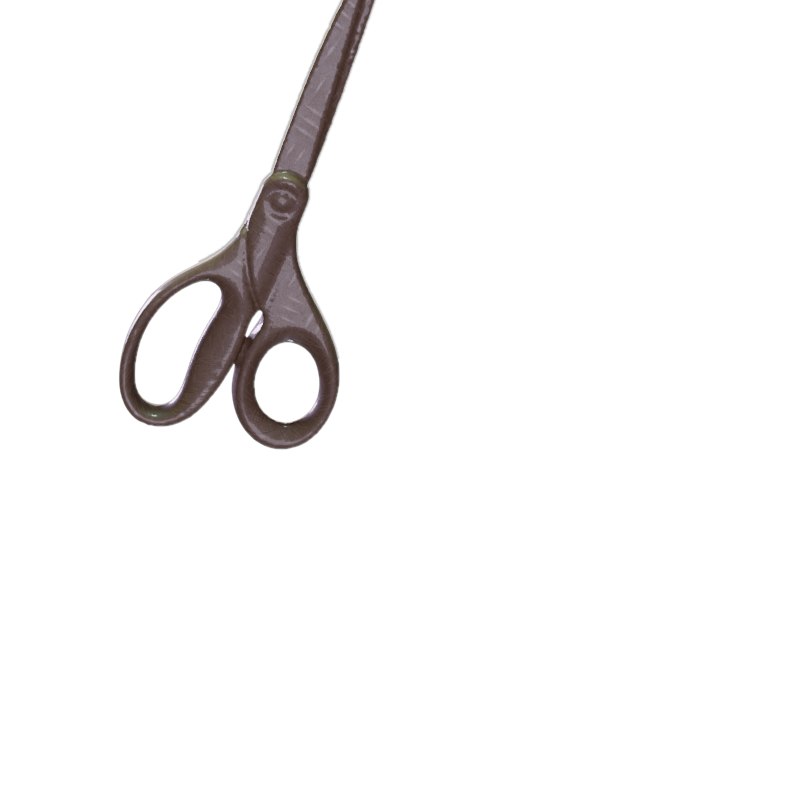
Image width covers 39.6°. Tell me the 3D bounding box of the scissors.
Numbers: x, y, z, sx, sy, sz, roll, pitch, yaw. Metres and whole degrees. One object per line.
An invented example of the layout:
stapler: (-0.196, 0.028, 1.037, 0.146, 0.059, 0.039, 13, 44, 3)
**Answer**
scissors: (-0.034, -0.062, 0.431, 0.094, 0.199, 0.016, 36, 13, -10)
